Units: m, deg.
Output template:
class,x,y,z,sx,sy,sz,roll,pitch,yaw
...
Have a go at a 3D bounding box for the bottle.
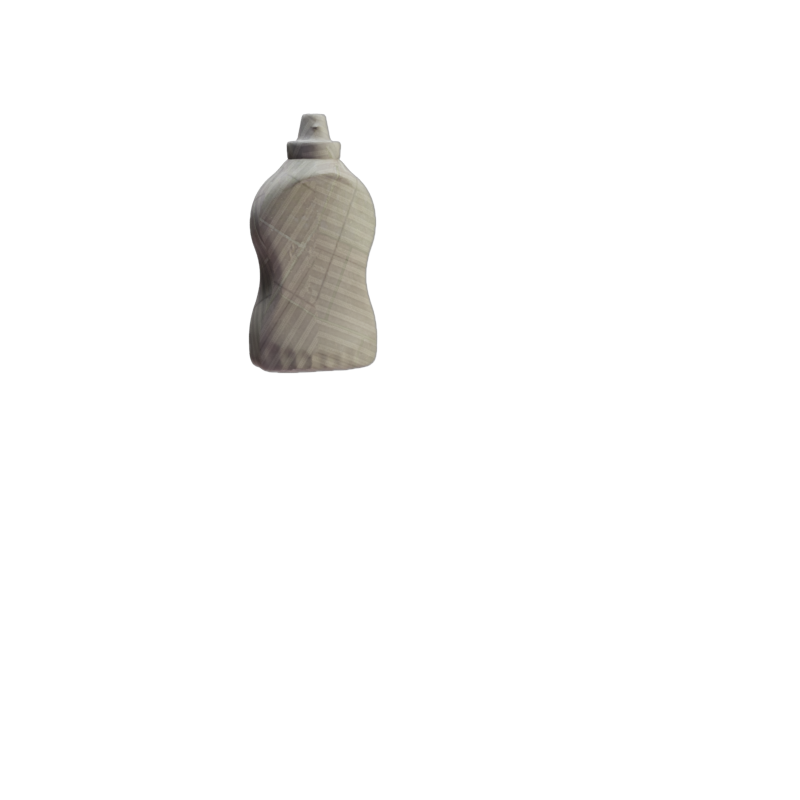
class,x,y,z,sx,sy,sz,roll,pitch,yaw
bottle,-0.065,-0.120,0.837,0.094,0.190,0.060,-1,4,-20
